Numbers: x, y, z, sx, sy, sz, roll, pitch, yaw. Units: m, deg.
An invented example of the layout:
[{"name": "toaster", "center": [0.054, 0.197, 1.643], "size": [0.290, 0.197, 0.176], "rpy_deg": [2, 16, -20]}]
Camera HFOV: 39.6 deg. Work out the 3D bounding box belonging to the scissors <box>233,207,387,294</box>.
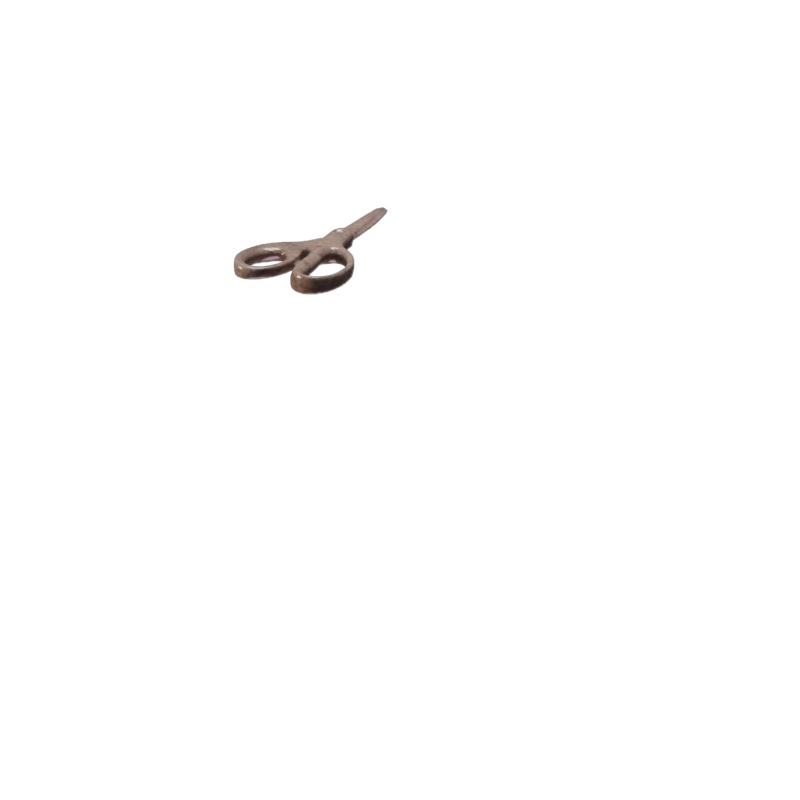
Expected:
[{"name": "scissors", "center": [-0.067, -0.121, 0.850], "size": [0.097, 0.015, 0.209], "rpy_deg": [2, 24, 5]}]
